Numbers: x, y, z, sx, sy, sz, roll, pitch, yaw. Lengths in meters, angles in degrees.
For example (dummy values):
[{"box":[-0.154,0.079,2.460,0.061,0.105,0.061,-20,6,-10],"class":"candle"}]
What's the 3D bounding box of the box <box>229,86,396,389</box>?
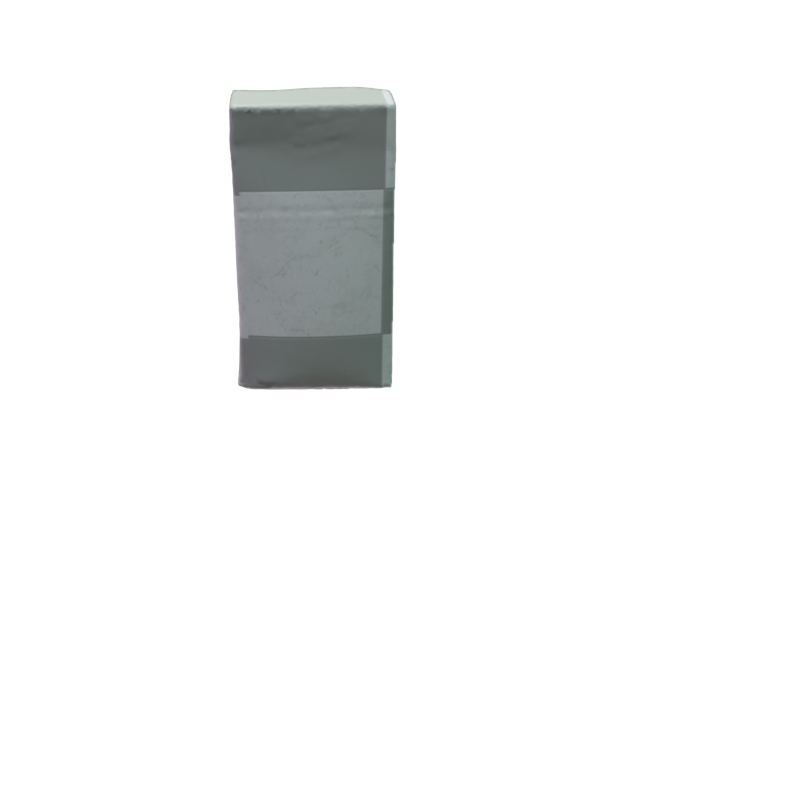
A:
[{"box":[-0.050,-0.092,0.646,0.093,0.168,0.050,0,21,-3],"class":"box"}]
